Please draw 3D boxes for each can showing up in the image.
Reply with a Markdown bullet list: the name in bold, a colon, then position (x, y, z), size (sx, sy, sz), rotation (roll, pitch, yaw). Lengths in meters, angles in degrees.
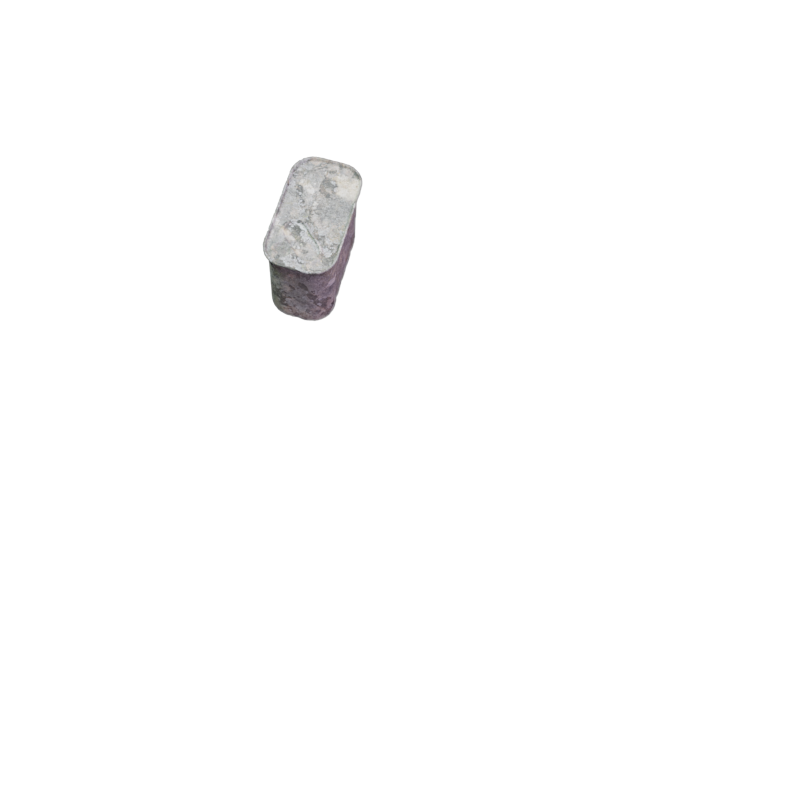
- **can**: position (-0.068, -0.124, 0.867), size (0.058, 0.107, 0.079), rotation (14, -28, 4)
